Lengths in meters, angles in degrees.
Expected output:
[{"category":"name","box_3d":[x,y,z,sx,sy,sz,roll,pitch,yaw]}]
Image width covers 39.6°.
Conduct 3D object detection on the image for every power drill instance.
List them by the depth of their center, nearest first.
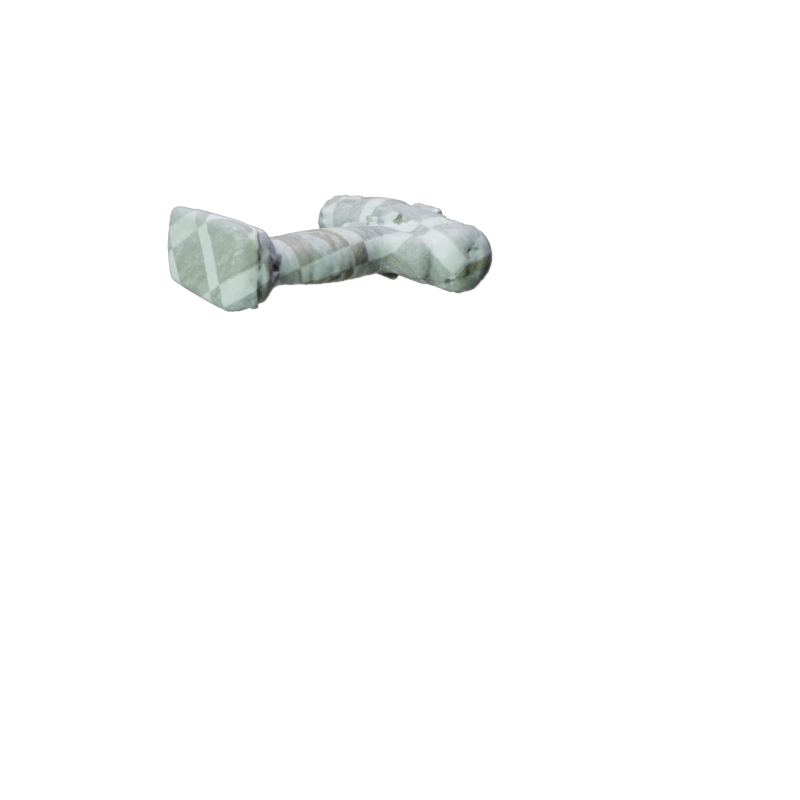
[{"category":"power drill","box_3d":[-0.059,-0.108,0.759,0.183,0.056,0.195,-10,20,-31]}]
